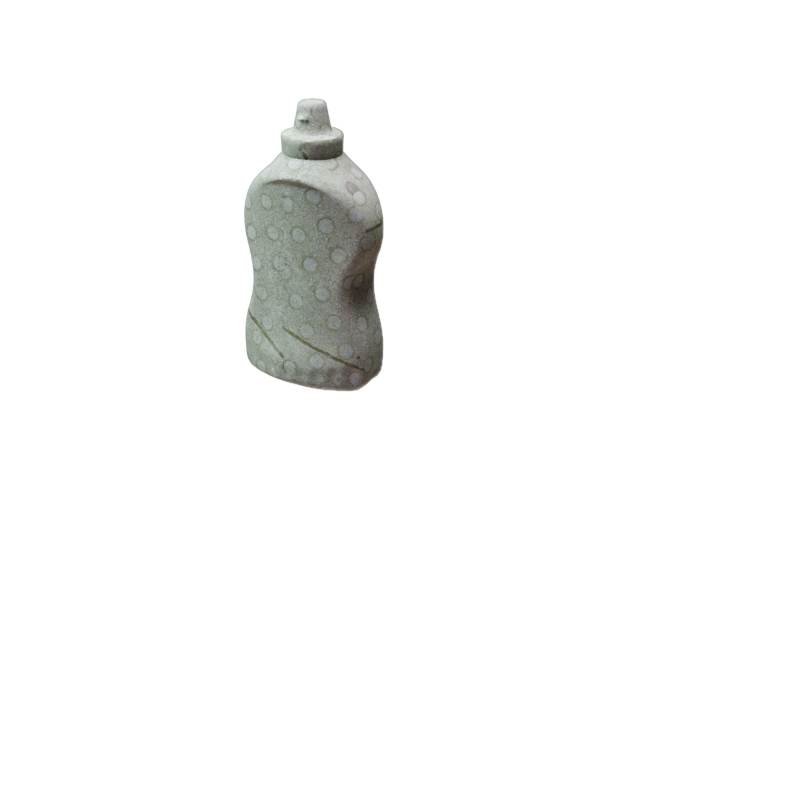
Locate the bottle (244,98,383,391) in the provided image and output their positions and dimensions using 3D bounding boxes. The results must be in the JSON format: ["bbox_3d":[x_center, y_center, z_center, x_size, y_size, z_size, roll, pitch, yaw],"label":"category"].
[{"bbox_3d":[-0.058,-0.106,0.740,0.100,0.183,0.058,14,24,28],"label":"bottle"}]
